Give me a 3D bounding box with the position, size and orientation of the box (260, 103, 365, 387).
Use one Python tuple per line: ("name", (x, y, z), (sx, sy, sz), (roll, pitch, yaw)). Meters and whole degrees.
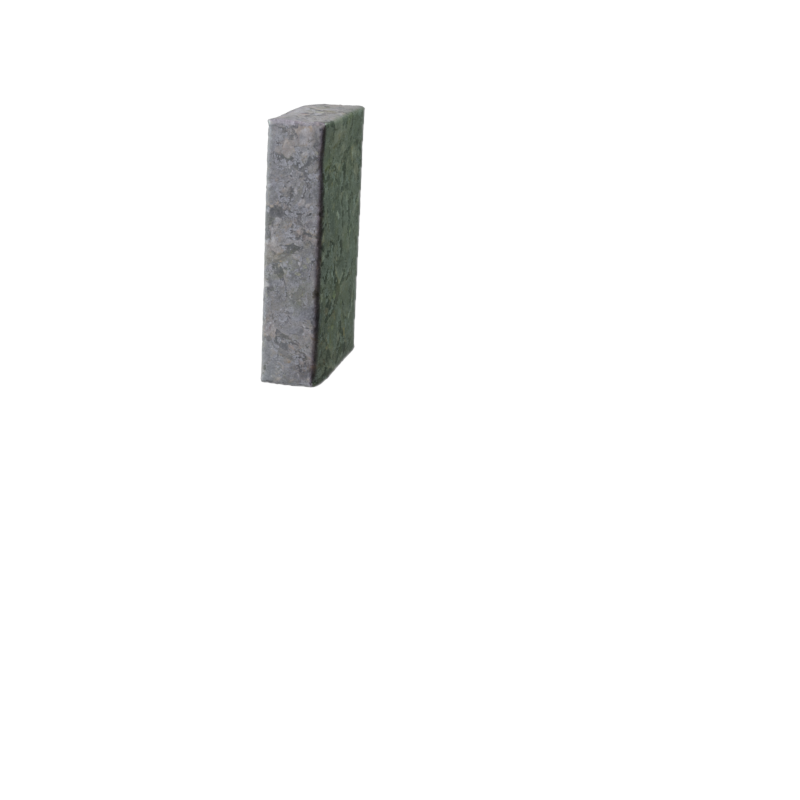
("box", (-0.058, -0.106, 0.743), (0.049, 0.170, 0.094), (5, 16, 14))
